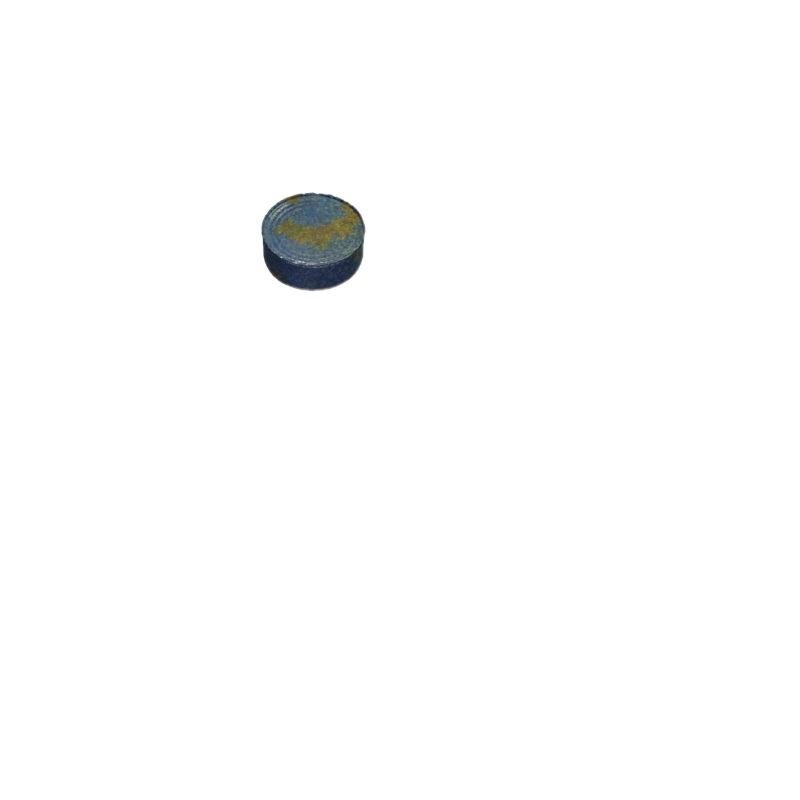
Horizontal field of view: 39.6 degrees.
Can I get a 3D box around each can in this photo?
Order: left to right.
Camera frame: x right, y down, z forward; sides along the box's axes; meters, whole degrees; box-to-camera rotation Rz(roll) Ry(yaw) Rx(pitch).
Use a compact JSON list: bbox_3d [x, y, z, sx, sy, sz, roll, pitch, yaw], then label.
[{"bbox_3d":[-0.072,-0.132,0.923,0.086,0.092,0.031,-1,-41,-1],"label":"can"}]
